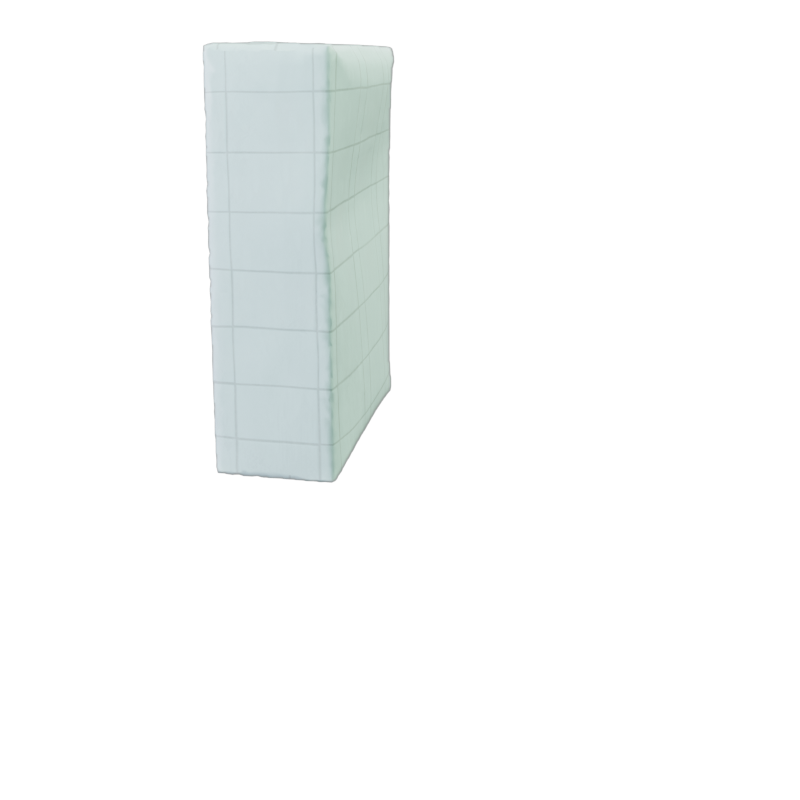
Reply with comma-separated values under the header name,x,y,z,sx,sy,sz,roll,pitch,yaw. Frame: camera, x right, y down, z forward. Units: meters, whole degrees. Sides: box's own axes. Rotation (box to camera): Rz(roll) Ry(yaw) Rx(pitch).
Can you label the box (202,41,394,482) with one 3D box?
name,x,y,z,sx,sy,sz,roll,pitch,yaw
box,-0.047,-0.086,0.605,0.073,0.208,0.166,3,13,10
